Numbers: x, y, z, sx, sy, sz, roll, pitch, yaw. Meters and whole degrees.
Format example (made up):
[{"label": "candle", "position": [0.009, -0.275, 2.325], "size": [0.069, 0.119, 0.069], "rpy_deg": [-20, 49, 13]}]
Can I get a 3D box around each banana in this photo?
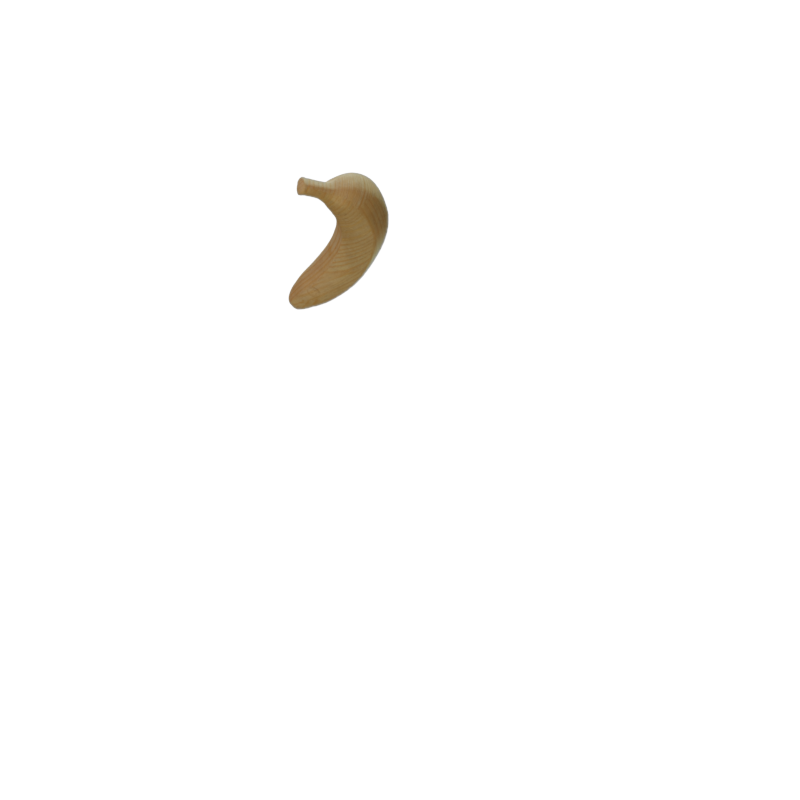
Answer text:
[{"label": "banana", "position": [-0.046, -0.119, 0.822], "size": [0.069, 0.039, 0.188], "rpy_deg": [2, -23, -6]}]
